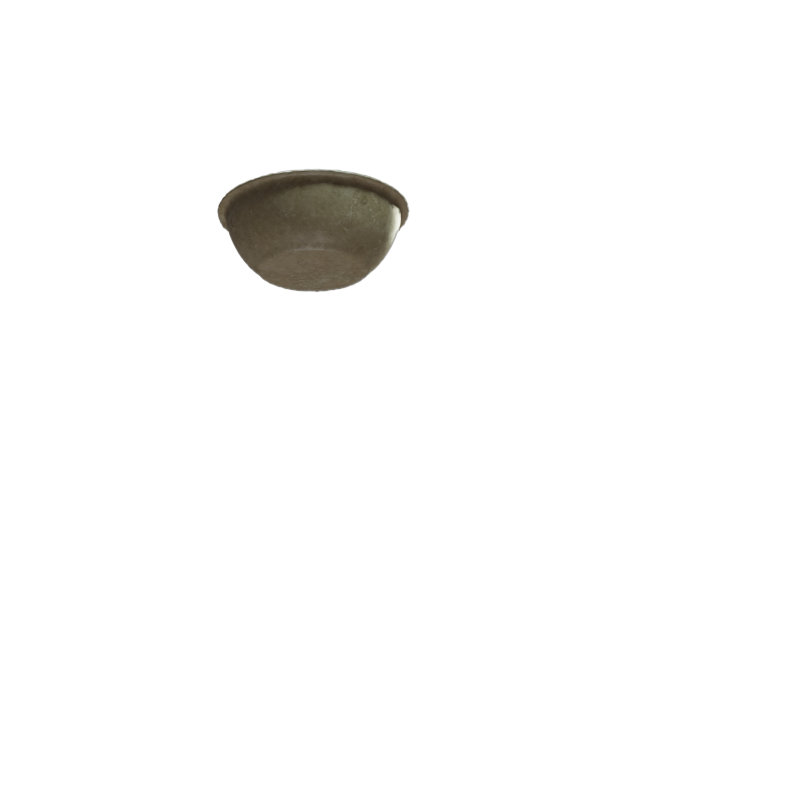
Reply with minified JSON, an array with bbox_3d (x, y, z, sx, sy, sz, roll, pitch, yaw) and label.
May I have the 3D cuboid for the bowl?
[{"bbox_3d":[-0.072,-0.132,0.922,0.162,0.058,0.155,0,-18,-2],"label":"bowl"}]
